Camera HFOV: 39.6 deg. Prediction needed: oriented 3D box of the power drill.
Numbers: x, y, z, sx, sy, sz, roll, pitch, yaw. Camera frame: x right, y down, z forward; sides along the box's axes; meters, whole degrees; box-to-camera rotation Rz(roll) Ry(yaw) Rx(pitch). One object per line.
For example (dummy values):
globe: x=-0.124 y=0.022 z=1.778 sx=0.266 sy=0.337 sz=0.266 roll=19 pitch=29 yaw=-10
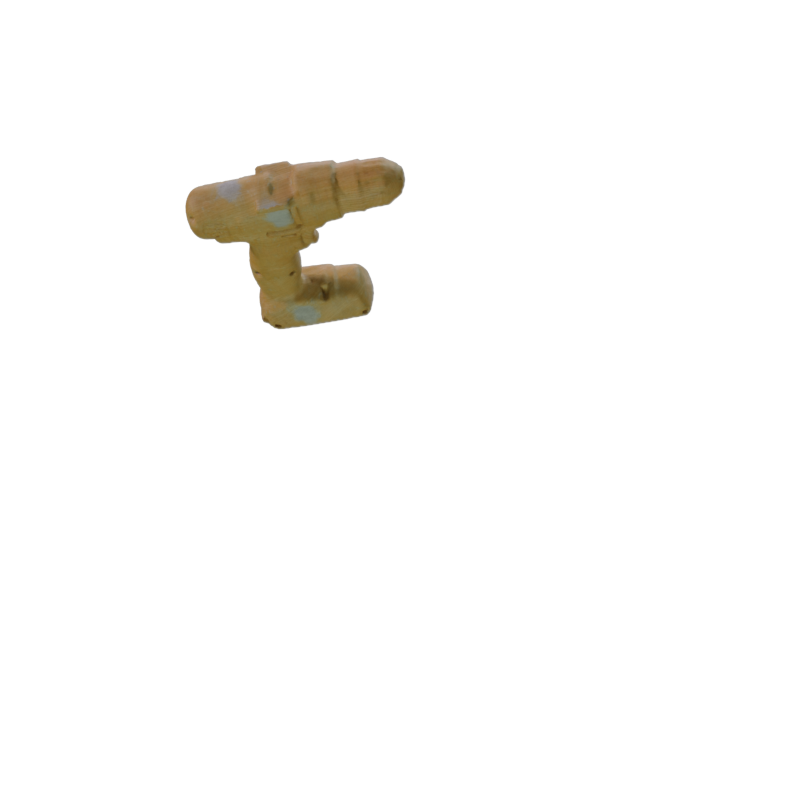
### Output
power drill: x=-0.076 y=-0.139 z=0.971 sx=0.186 sy=0.061 sz=0.174 roll=-6 pitch=-32 yaw=9
